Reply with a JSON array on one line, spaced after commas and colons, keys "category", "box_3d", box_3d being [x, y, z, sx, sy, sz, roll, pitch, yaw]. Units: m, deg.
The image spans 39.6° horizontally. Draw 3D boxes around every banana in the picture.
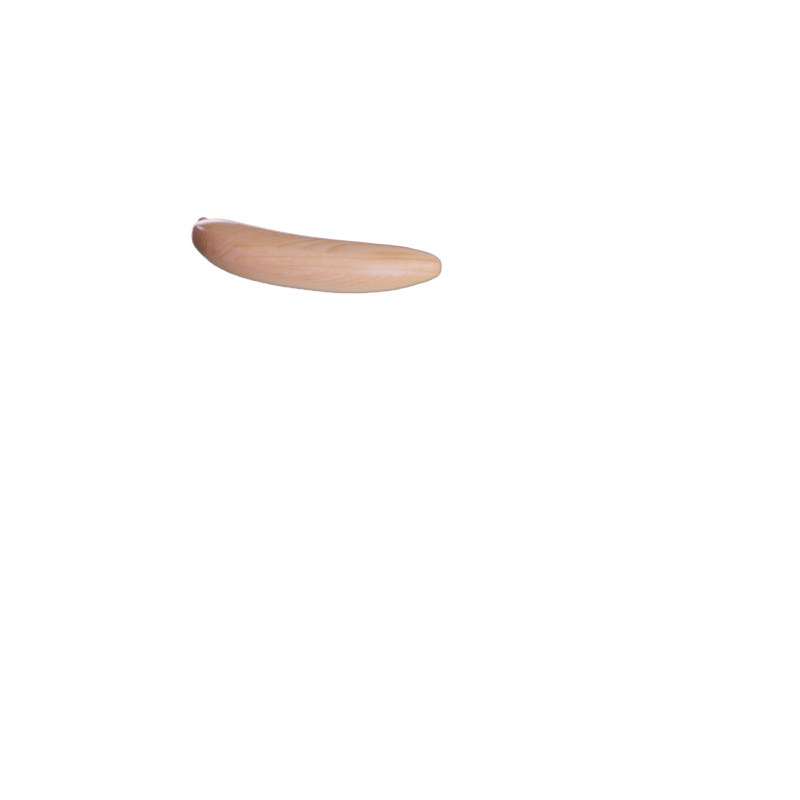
[{"category": "banana", "box_3d": [-0.073, -0.105, 0.788, 0.205, 0.034, 0.071, 14, 36, 20]}]
